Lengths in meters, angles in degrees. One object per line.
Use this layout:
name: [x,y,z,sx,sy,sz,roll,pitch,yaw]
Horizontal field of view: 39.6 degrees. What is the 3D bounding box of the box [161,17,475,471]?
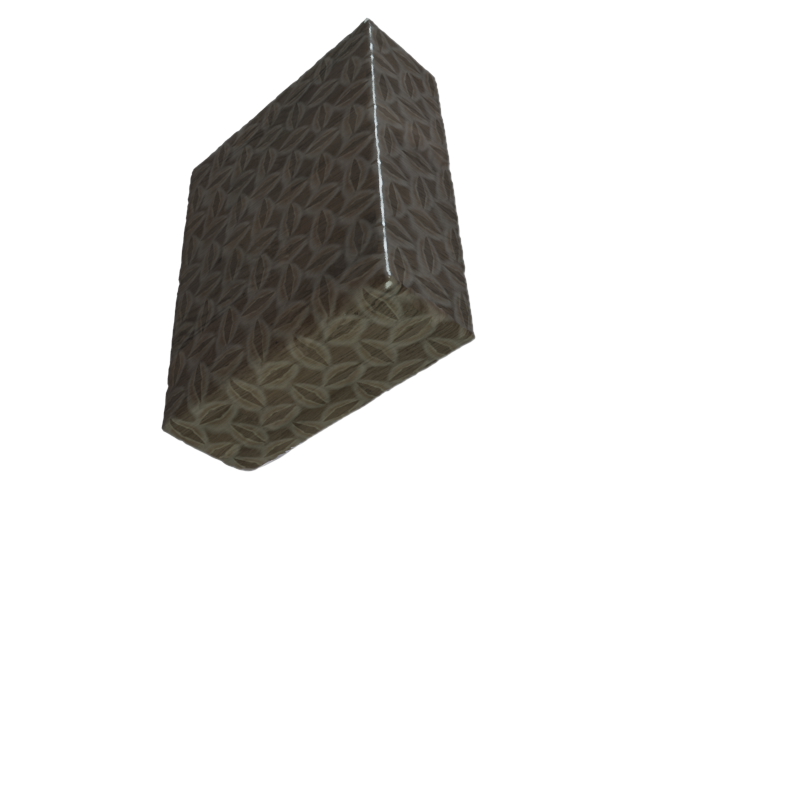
box: [-0.049,-0.089,0.625,0.163,0.230,0.067,-33,-50,29]
